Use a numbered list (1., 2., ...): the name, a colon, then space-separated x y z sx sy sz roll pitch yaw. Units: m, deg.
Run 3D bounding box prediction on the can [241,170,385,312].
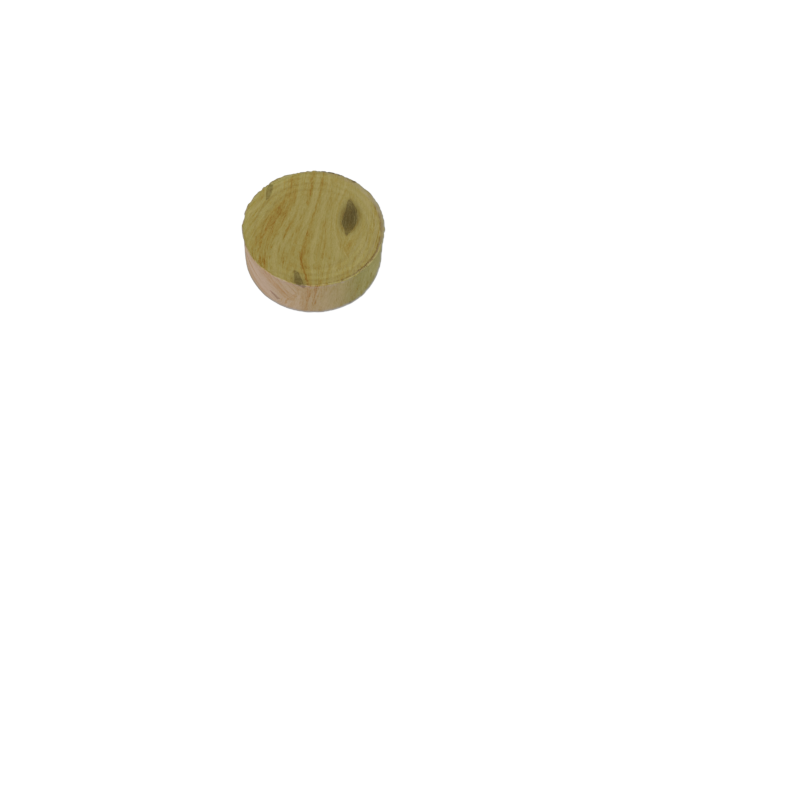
1. can: -0.053 -0.097 0.676 0.086 0.092 0.031 -1 -33 -1
